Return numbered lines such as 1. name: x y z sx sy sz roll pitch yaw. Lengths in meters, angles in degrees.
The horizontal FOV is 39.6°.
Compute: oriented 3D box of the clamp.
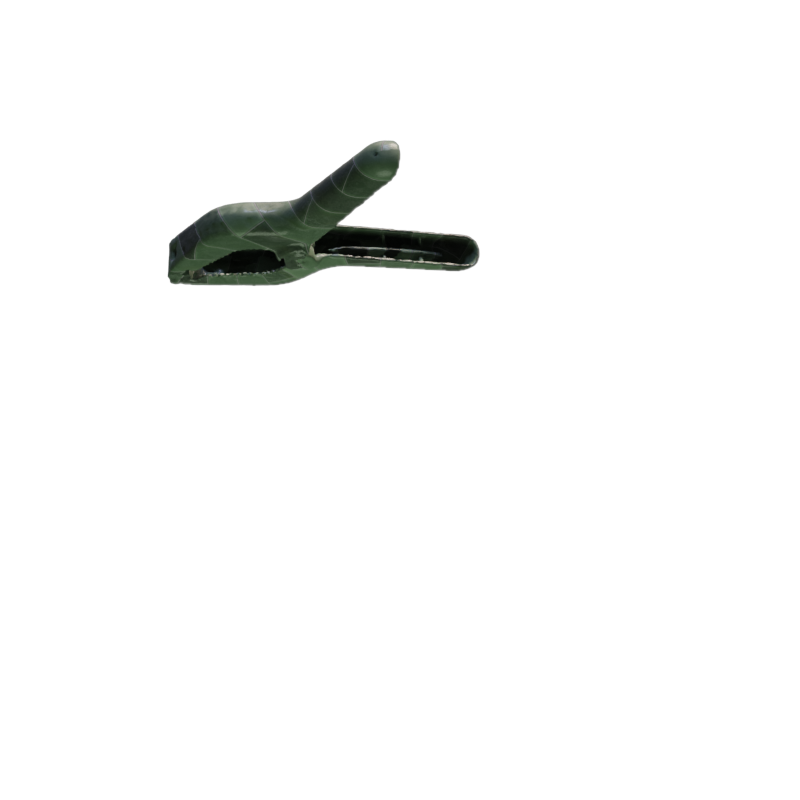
1. clamp: -0.058 -0.107 0.746 0.214 0.038 0.153 -11 -22 28
